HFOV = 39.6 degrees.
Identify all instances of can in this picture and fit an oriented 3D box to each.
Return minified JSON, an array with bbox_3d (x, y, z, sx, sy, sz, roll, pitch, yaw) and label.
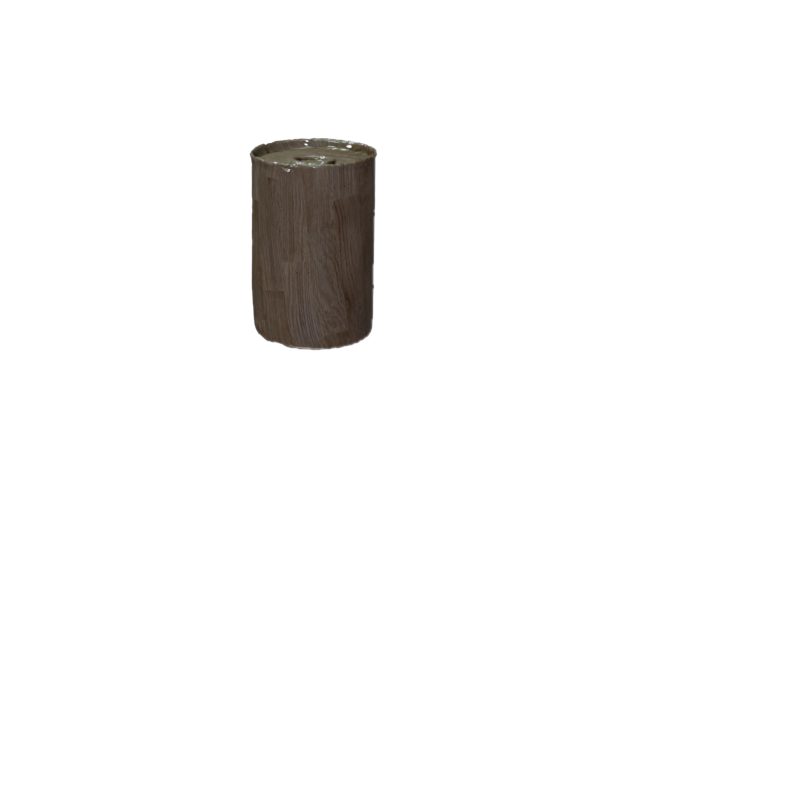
[{"bbox_3d":[-0.047,-0.087,0.606,0.068,0.098,0.072,0,19,-2],"label":"can"}]
